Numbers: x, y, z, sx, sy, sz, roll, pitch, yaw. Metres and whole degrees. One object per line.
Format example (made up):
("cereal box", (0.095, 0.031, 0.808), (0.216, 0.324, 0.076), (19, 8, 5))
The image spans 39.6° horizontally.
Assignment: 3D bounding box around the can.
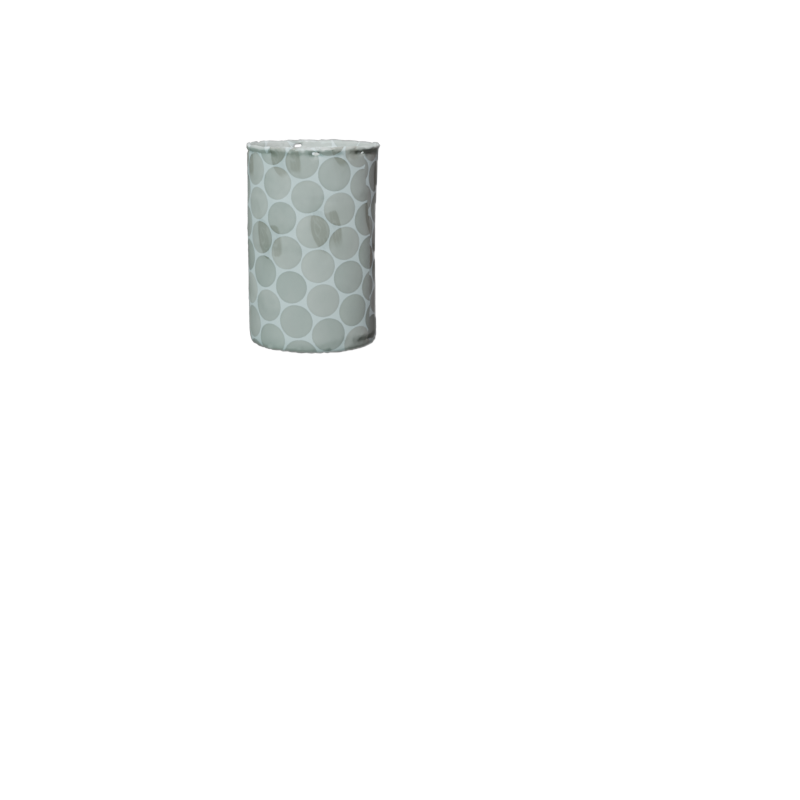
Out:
("can", (-0.045, -0.081, 0.570), (0.068, 0.100, 0.070), (0, 12, -2))
